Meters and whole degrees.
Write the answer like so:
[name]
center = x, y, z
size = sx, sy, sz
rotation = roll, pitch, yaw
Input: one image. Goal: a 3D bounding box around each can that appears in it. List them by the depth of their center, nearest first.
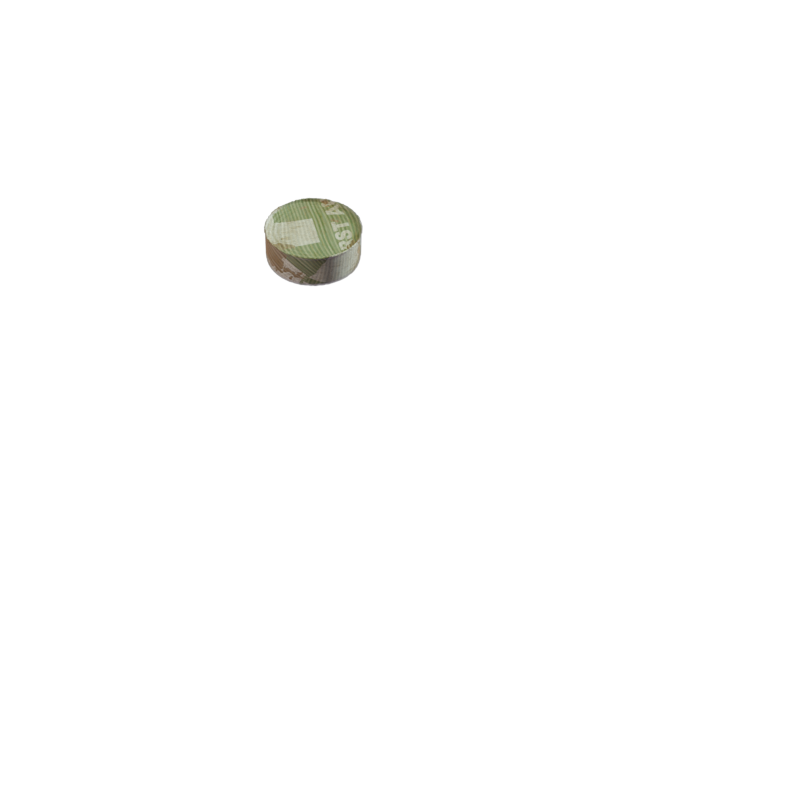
[can]
center = -0.076, -0.139, 0.973
size = 0.086, 0.031, 0.092
rotation = -1, 43, -2
